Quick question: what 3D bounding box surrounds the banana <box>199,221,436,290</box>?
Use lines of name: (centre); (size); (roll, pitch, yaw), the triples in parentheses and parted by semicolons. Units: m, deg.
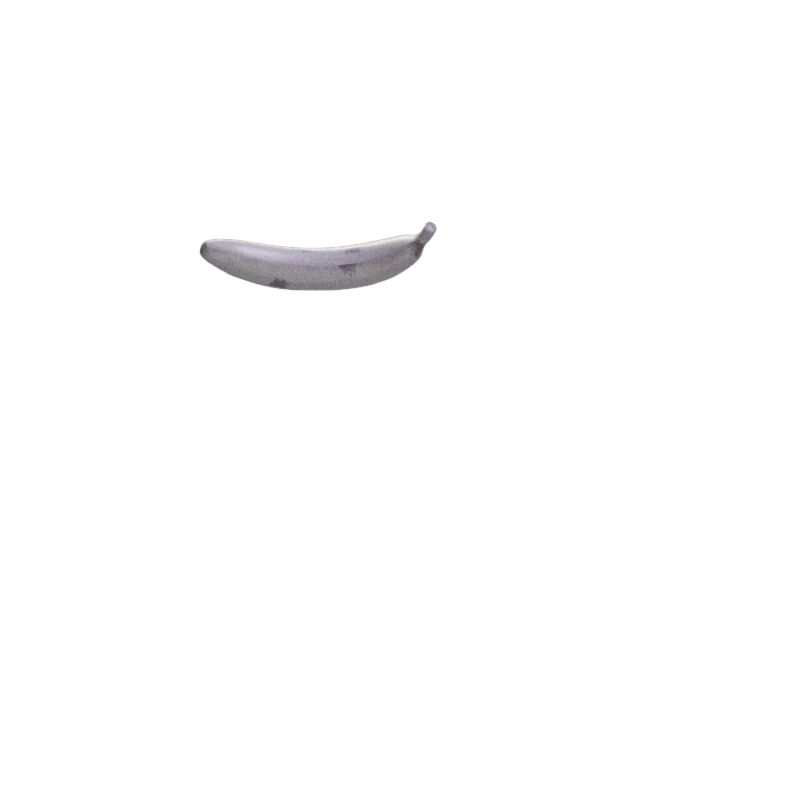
banana: (-0.067, -0.121, 0.938); (0.199, 0.039, 0.064); (-5, -44, 5)
